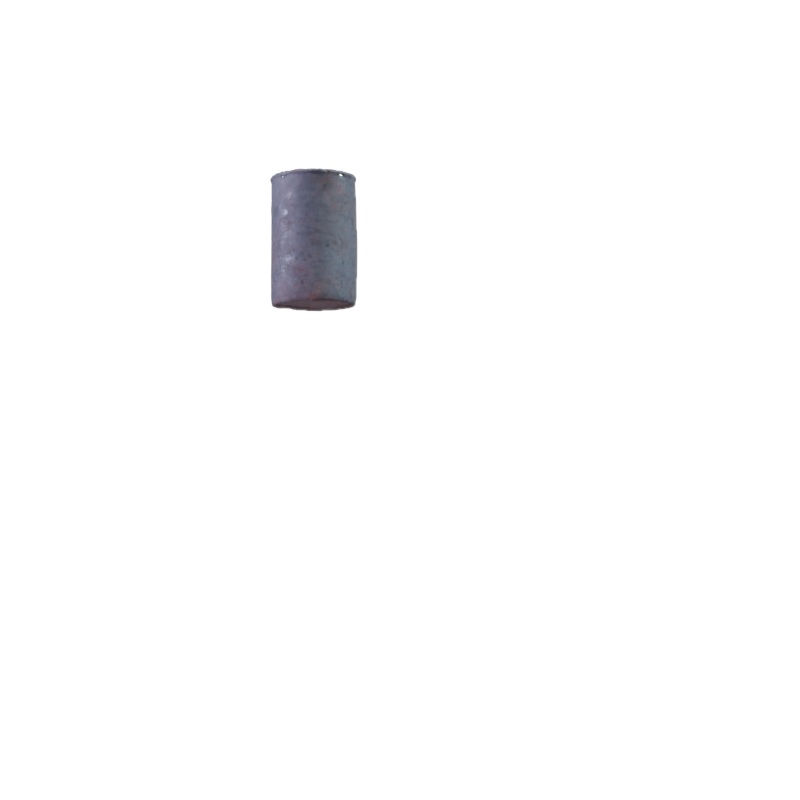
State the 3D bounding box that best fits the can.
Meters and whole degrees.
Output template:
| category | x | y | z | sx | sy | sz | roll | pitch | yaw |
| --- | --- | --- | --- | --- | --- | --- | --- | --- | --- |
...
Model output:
| category | x | y | z | sx | sy | sz | roll | pitch | yaw |
| --- | --- | --- | --- | --- | --- | --- | --- | --- | --- |
| can | -0.068 | -0.124 | 0.869 | 0.068 | 0.105 | 0.067 | 0 | -8 | -2 |
